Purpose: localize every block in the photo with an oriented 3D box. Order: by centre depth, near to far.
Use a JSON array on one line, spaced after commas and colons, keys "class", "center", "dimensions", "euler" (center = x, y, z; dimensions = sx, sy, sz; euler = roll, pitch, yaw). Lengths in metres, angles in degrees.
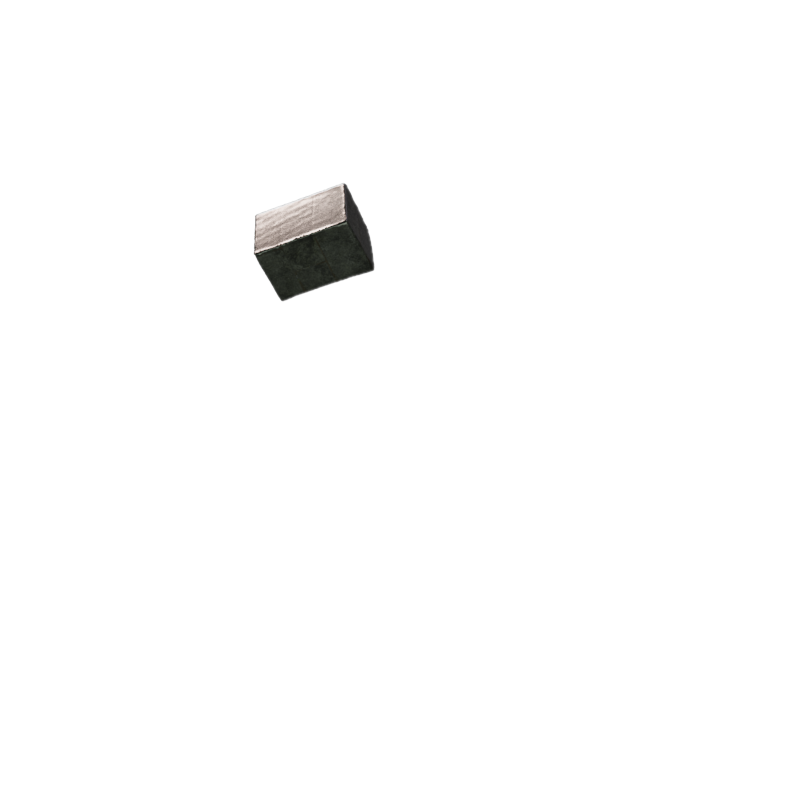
[{"class": "block", "center": [-0.066, -0.120, 0.838], "dimensions": [0.078, 0.049, 0.055], "euler": [-17, 40, 13]}]
